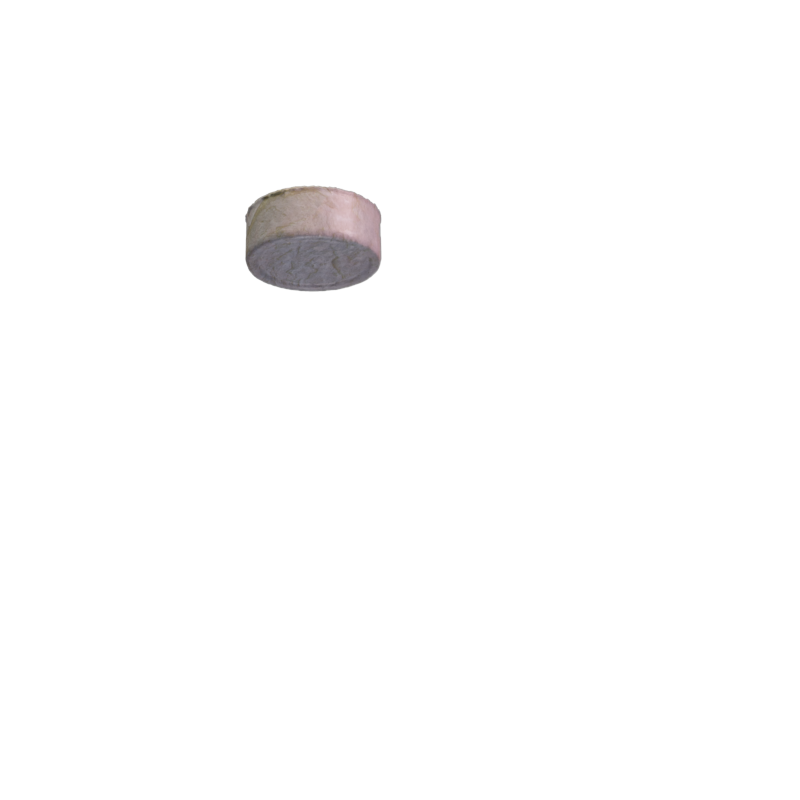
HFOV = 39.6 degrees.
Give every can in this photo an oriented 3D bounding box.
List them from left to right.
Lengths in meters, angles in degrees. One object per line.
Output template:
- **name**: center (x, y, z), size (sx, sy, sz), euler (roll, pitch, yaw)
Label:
- **can**: center (-0.054, -0.099, 0.692), size (0.086, 0.035, 0.082), euler (0, -20, -2)
